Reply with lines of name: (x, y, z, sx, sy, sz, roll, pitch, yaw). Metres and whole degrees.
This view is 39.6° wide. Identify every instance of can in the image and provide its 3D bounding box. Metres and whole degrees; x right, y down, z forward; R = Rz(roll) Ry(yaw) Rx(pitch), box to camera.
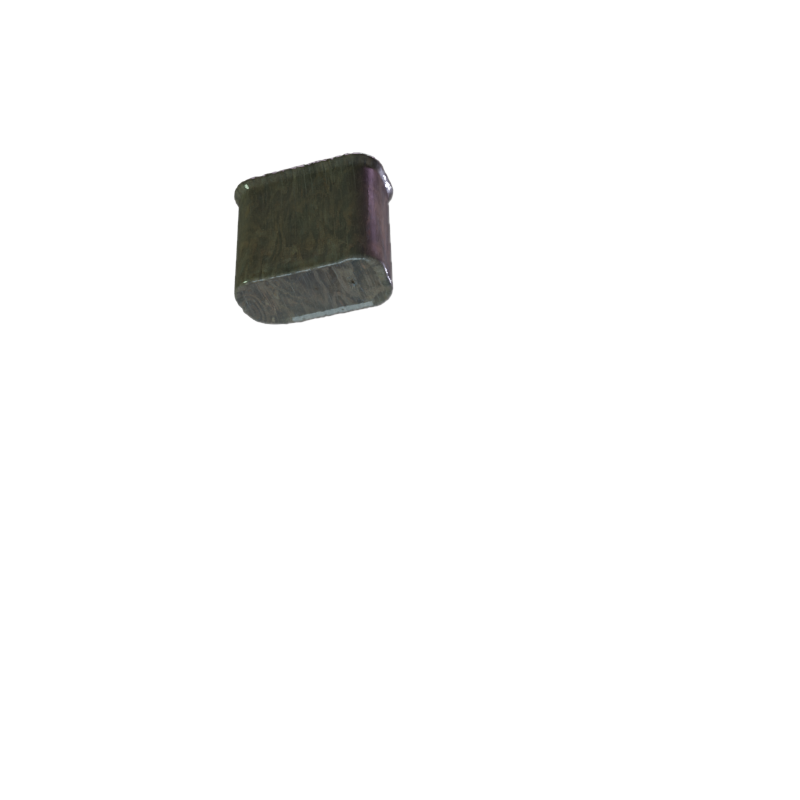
can: (-0.055, -0.100, 0.702, 0.103, 0.090, 0.053, -12, -37, 14)
